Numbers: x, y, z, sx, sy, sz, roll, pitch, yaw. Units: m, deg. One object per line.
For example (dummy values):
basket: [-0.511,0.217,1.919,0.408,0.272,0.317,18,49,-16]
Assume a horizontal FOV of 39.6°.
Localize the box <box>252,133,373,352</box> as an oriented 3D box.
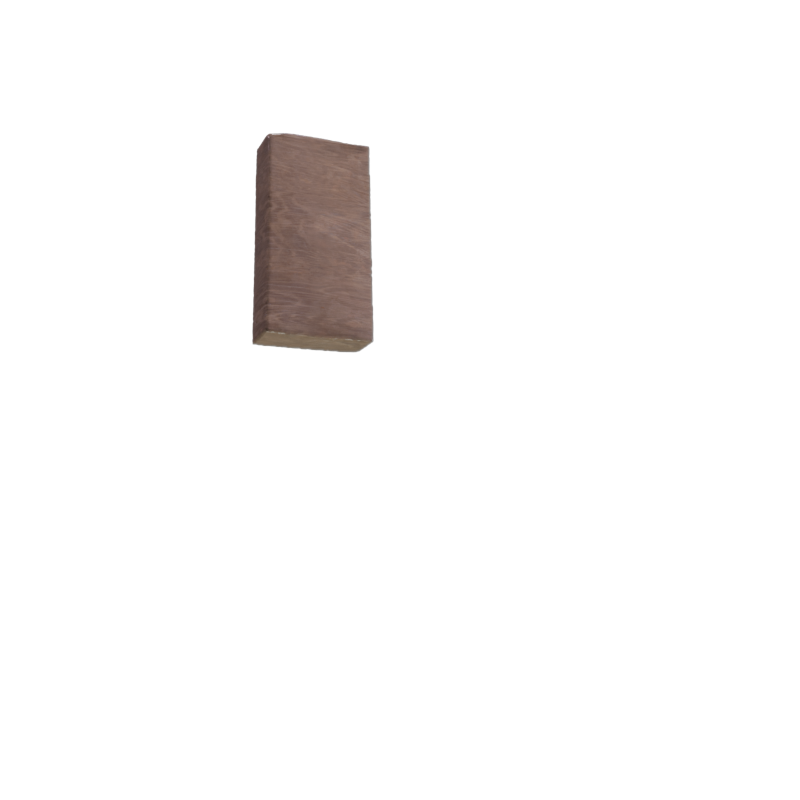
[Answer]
box: [-0.072,-0.131,0.913,0.091,0.184,0.047,5,-20,-19]
